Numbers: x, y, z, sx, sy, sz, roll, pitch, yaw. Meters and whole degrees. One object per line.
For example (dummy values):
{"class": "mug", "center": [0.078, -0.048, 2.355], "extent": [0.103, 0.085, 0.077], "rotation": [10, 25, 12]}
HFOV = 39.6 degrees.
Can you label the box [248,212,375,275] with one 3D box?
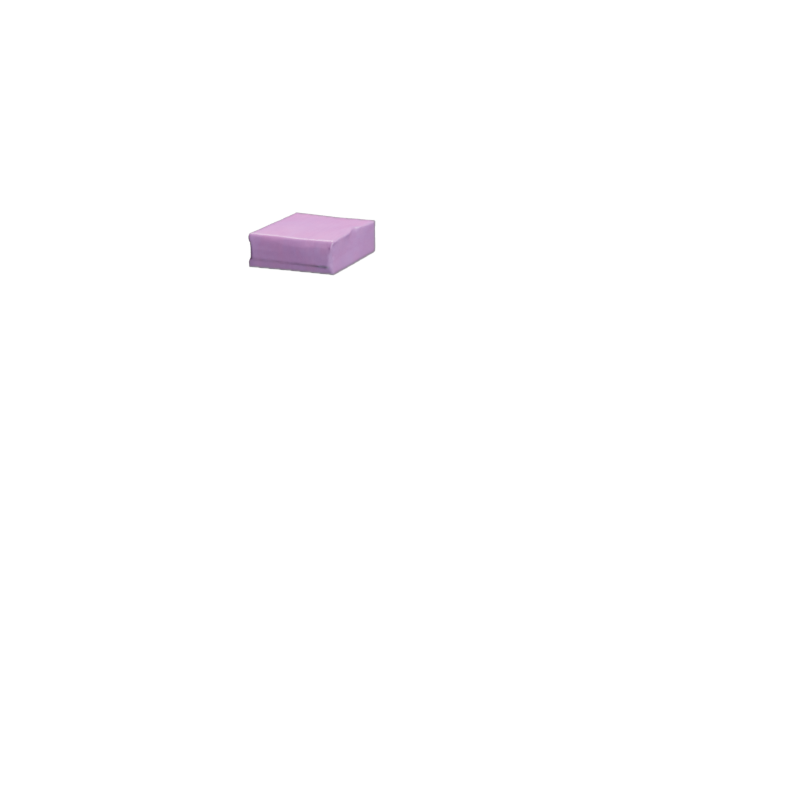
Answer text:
{"class": "box", "center": [-0.069, -0.126, 0.883], "extent": [0.076, 0.029, 0.090], "rotation": [8, 21, 21]}
